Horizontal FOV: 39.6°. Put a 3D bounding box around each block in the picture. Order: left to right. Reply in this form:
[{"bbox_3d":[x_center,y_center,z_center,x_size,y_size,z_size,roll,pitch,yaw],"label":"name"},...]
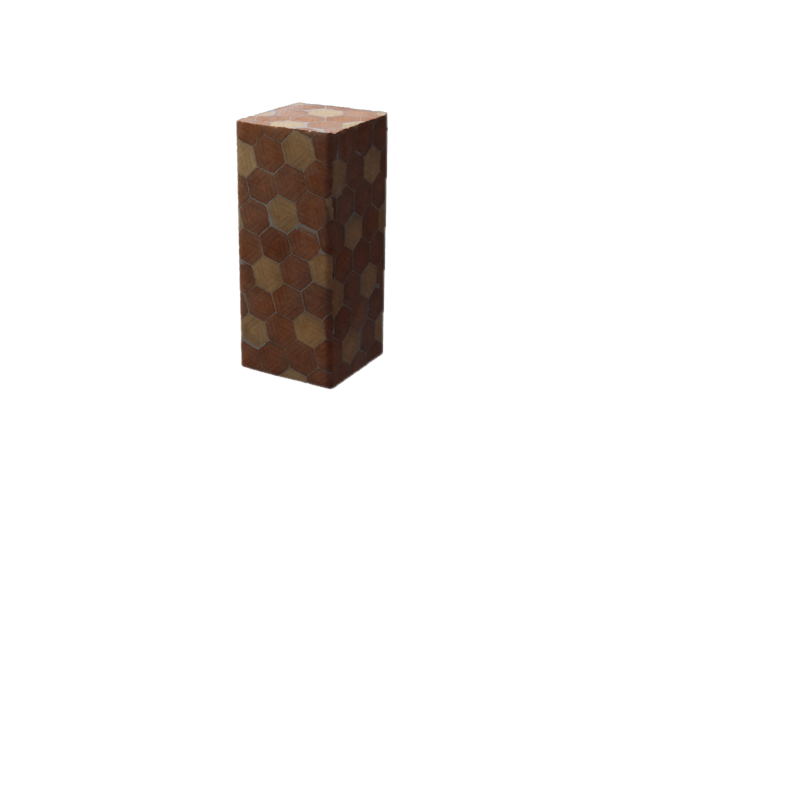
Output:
[{"bbox_3d":[-0.069,-0.127,0.893,0.094,0.198,0.091,12,22,28],"label":"block"}]
